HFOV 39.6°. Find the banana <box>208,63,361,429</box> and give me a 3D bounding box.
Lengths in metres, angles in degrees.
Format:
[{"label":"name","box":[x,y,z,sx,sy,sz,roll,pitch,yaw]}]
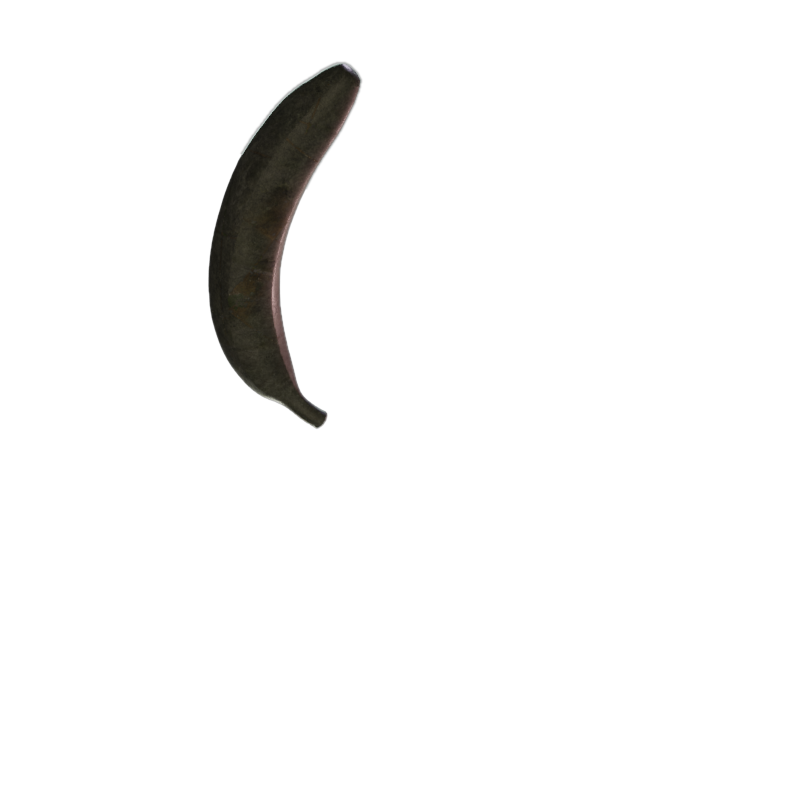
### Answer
[{"label":"banana","box":[-0.064,-0.080,0.574,0.069,0.189,0.039,5,23,-3]}]
